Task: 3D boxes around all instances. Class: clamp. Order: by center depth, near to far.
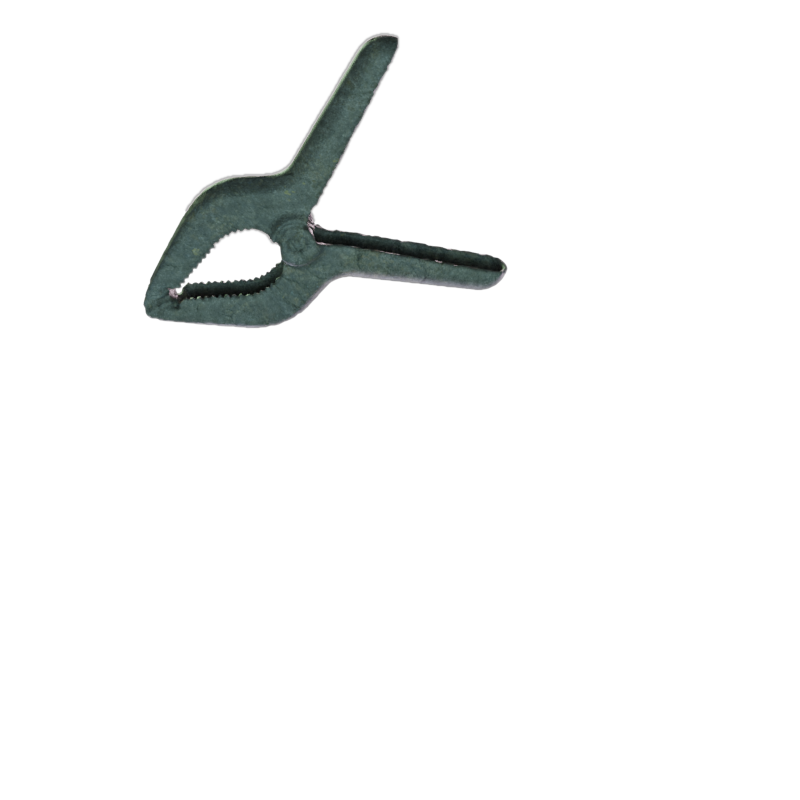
[{"bbox_3d":[-0.051,-0.093,0.652,0.210,0.157,0.038,-31,19,12],"label":"clamp"}]
